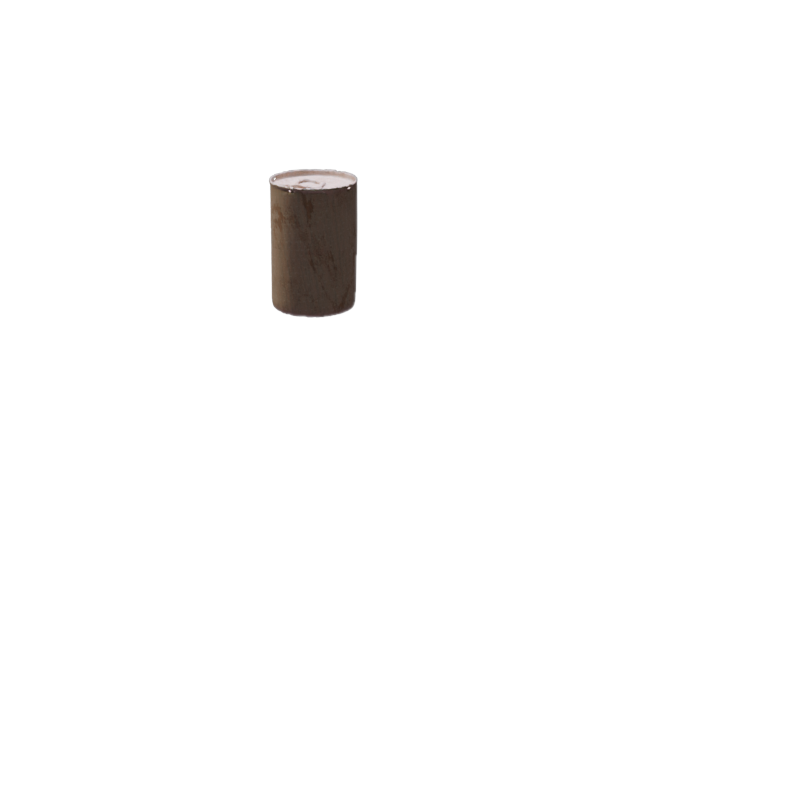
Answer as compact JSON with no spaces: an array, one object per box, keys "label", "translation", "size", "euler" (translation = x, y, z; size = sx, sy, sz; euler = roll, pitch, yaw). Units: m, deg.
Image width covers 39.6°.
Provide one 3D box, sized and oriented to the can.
[{"label":"can","translation":[-0.067,-0.123,0.861],"size":[0.068,0.098,0.072],"euler":[0,19,-2]}]
